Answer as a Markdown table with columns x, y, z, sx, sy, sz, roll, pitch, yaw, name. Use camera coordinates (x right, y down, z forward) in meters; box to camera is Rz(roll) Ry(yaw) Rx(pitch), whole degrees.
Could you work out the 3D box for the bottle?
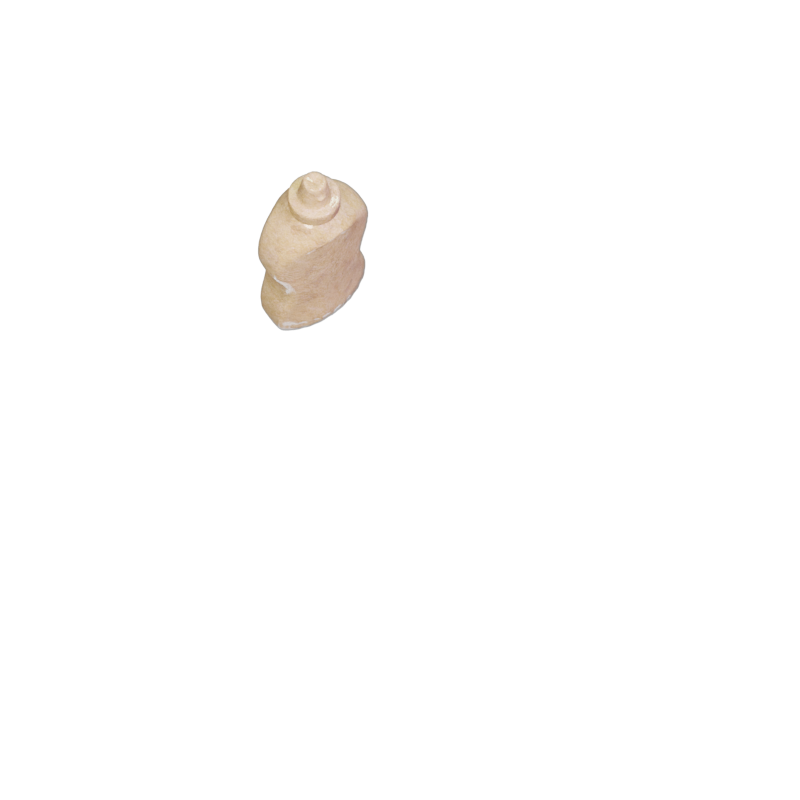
| x | y | z | sx | sy | sz | roll | pitch | yaw | name |
| --- | --- | --- | --- | --- | --- | --- | --- | --- | --- |
| -0.071 | -0.129 | 0.907 | 0.096 | 0.061 | 0.182 | -33 | -17 | -16 | bottle |
